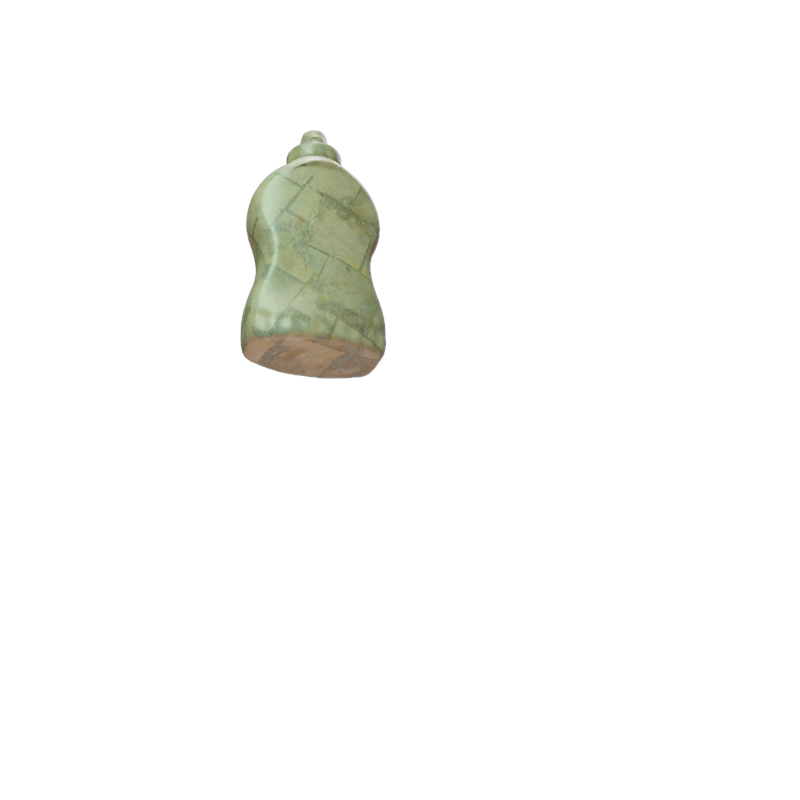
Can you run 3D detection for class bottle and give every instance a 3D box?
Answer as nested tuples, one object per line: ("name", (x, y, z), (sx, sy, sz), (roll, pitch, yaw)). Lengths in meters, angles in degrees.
("bottle", (-0.062, -0.113, 0.789), (0.094, 0.205, 0.056), (7, -33, -14))
